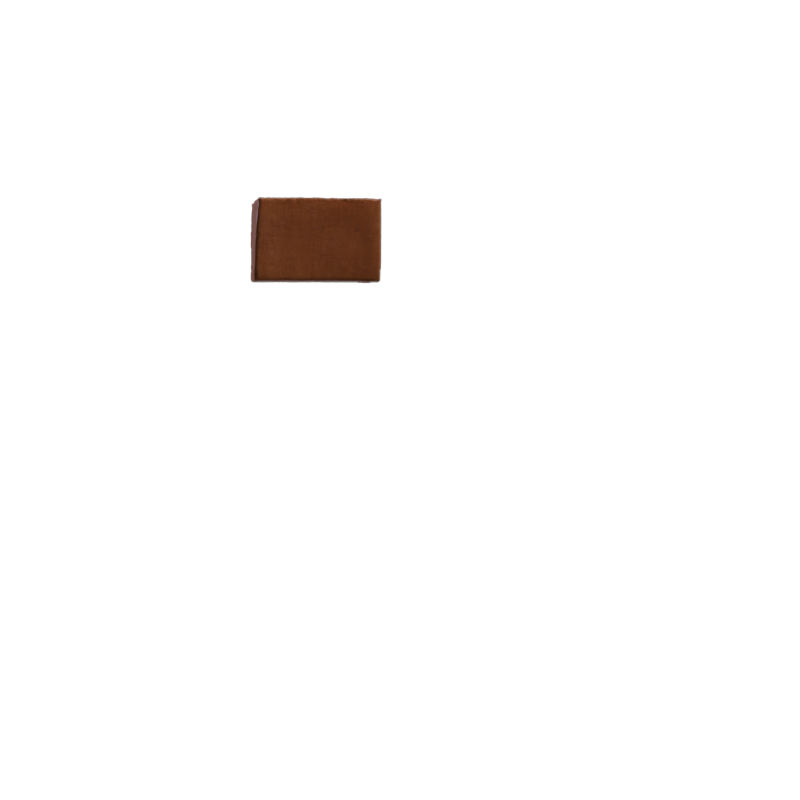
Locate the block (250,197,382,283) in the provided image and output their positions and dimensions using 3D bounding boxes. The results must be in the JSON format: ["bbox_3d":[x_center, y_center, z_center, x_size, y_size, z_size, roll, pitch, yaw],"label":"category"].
[{"bbox_3d":[-0.054,-0.099,0.690,0.077,0.051,0.053,-1,2,-9],"label":"block"}]
